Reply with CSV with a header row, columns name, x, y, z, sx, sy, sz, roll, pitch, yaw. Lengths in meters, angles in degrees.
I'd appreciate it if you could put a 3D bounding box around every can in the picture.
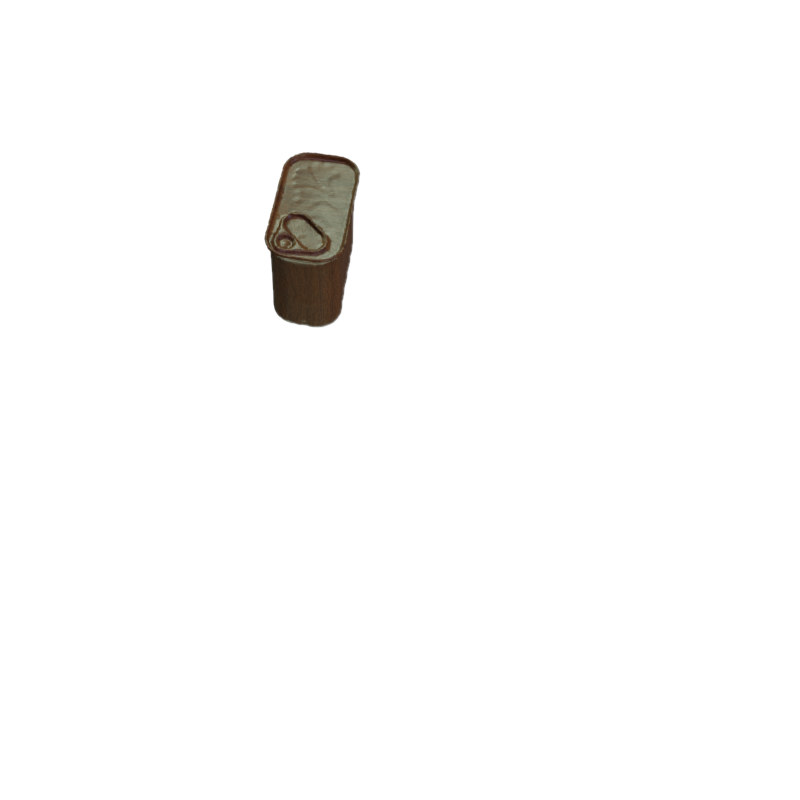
name,x,y,z,sx,sy,sz,roll,pitch,yaw
can,-0.064,-0.117,0.819,0.058,0.108,0.078,7,-36,2
